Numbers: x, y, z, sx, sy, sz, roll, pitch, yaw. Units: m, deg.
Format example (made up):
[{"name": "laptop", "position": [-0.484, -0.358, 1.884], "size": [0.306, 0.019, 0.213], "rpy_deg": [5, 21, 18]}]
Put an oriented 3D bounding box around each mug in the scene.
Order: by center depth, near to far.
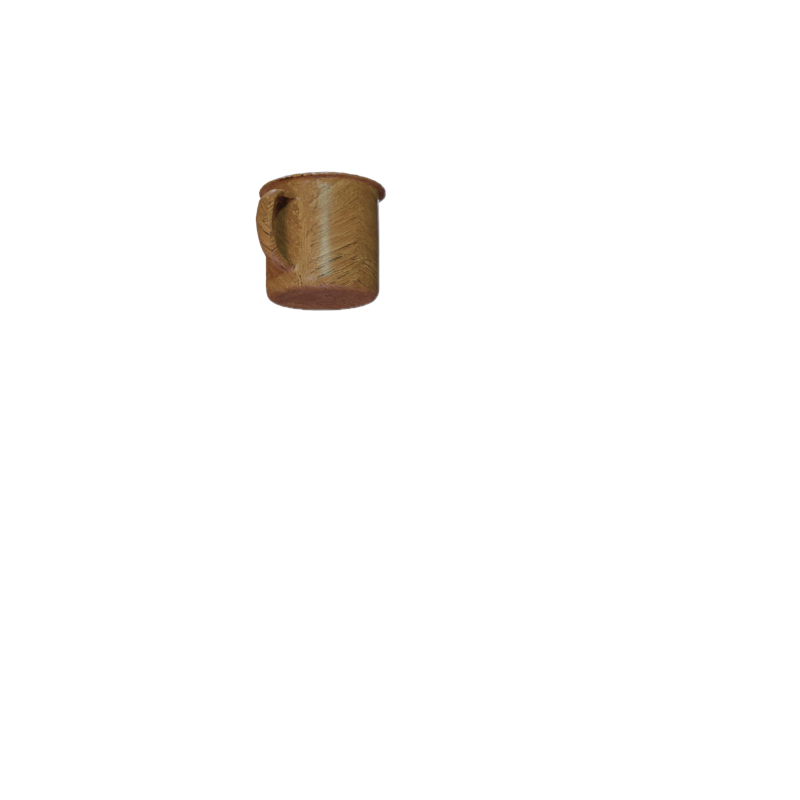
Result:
[{"name": "mug", "position": [-0.062, -0.113, 0.791], "size": [0.095, 0.084, 0.111], "rpy_deg": [-7, -13, 30]}]
